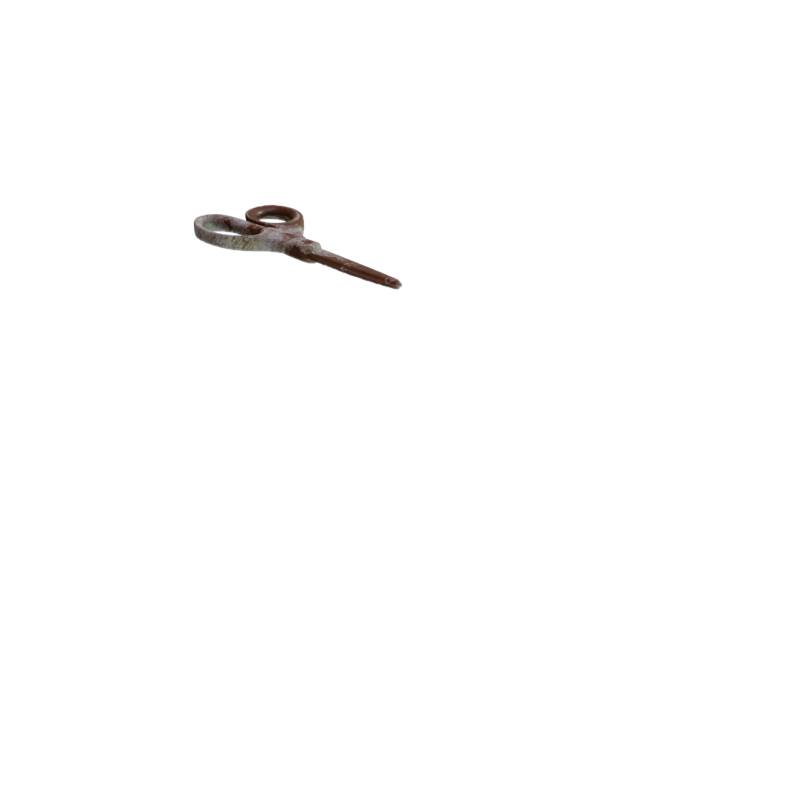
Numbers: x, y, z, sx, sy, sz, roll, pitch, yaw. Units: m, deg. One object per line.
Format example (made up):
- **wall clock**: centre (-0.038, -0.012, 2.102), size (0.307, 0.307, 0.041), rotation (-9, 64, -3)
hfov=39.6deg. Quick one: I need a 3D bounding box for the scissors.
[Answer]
- **scissors**: centre (-0.067, -0.121, 0.850), size (0.211, 0.015, 0.097), rotation (16, 31, 28)
